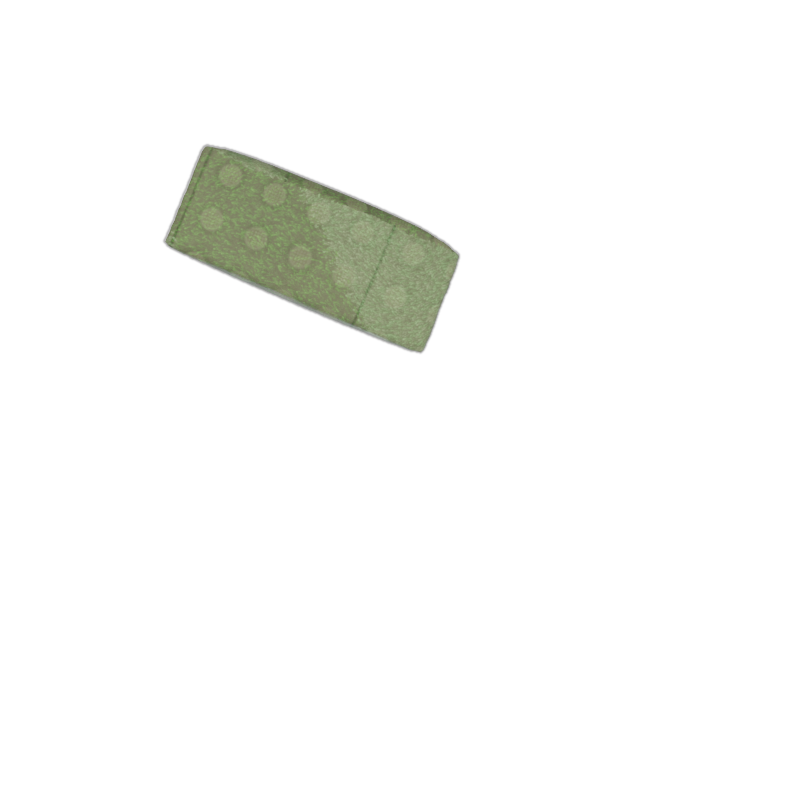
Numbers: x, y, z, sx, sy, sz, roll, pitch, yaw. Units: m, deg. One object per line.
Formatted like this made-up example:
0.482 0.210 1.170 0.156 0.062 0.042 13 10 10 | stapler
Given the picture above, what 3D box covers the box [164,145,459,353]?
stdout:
-0.058 -0.105 0.737 0.163 0.071 0.217 22 7 -5 | box
